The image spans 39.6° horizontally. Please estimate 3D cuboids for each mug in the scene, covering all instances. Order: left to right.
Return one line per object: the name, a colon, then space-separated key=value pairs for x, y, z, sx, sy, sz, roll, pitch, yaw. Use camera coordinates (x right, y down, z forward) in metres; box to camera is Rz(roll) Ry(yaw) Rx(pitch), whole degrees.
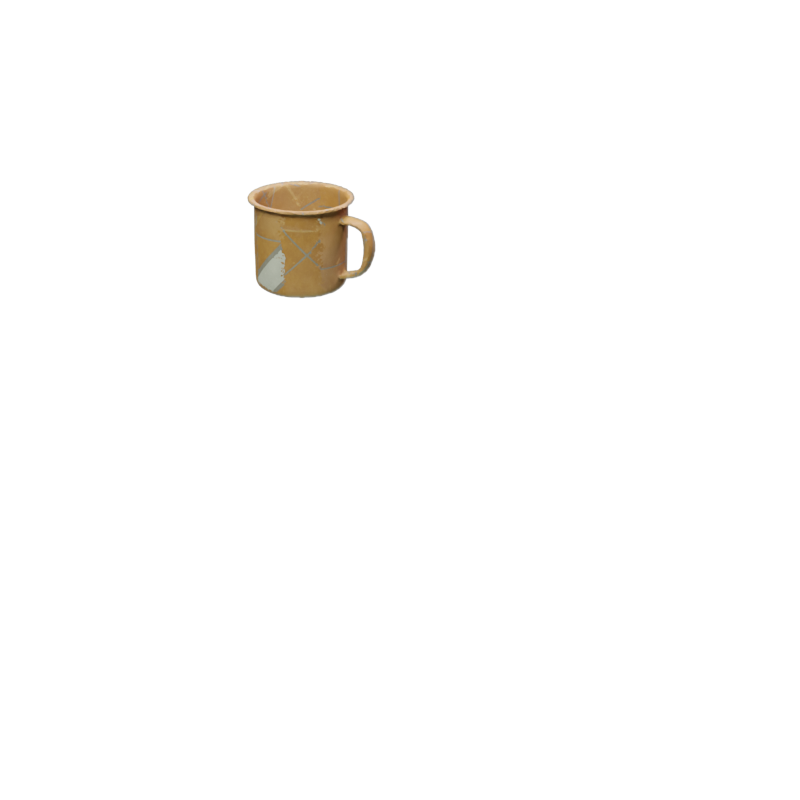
mug: x=-0.076 y=-0.138 z=0.969 sx=0.121 sy=0.078 sz=0.094 roll=11 pitch=26 yaw=22
